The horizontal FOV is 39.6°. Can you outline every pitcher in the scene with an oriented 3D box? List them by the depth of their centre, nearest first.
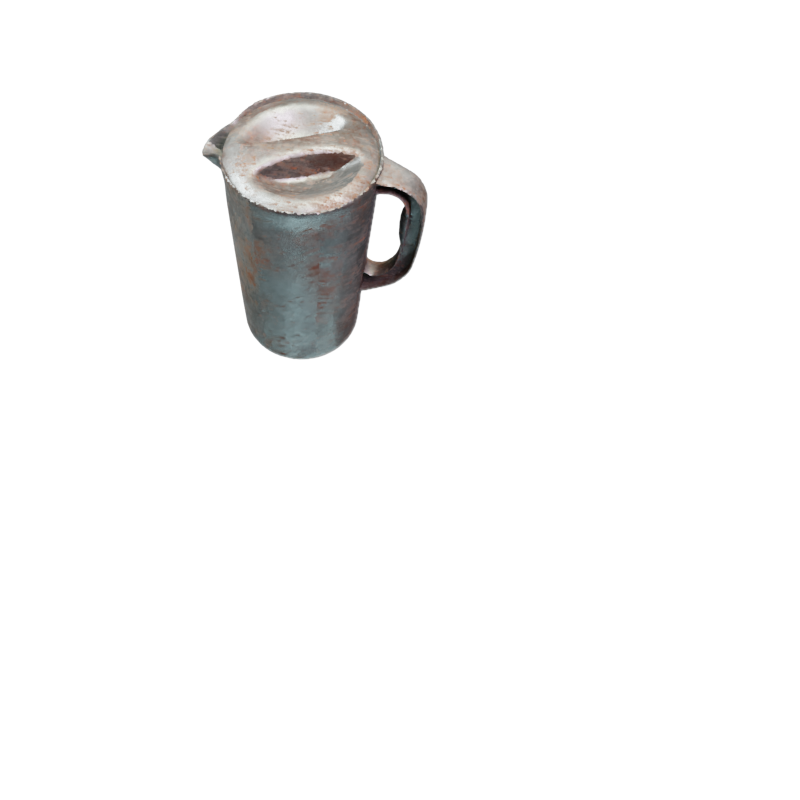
[{"bbox_3d":[-0.076,-0.139,0.975,0.145,0.160,0.227,-28,-28,-20],"label":"pitcher"}]
